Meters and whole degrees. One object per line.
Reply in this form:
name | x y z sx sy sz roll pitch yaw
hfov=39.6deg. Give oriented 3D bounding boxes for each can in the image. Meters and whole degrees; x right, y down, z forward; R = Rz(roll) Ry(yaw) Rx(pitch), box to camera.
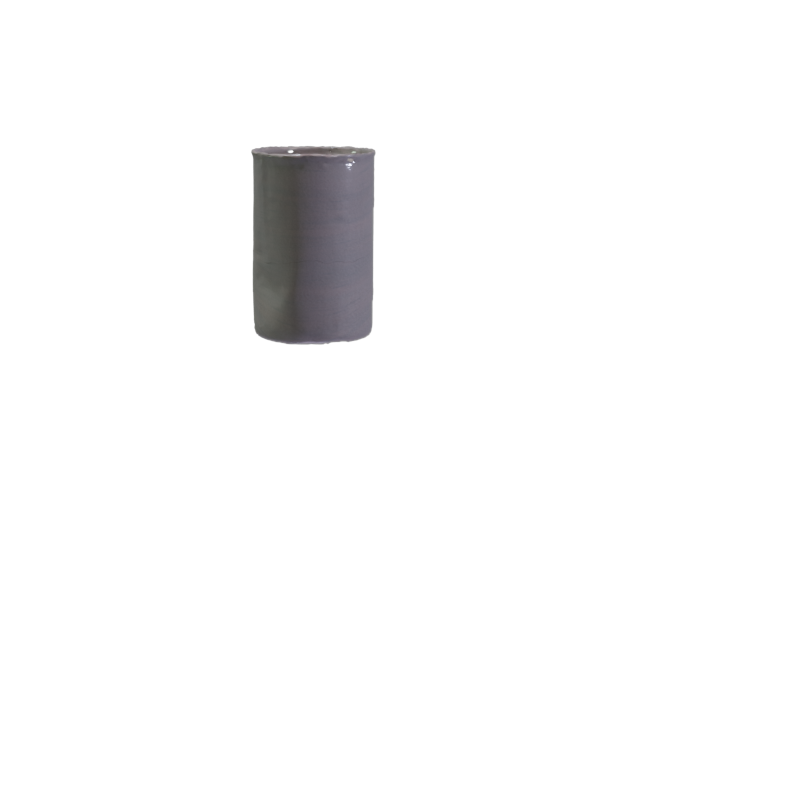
can | -0.048 -0.087 0.612 0.068 0.100 0.070 0 11 -2
